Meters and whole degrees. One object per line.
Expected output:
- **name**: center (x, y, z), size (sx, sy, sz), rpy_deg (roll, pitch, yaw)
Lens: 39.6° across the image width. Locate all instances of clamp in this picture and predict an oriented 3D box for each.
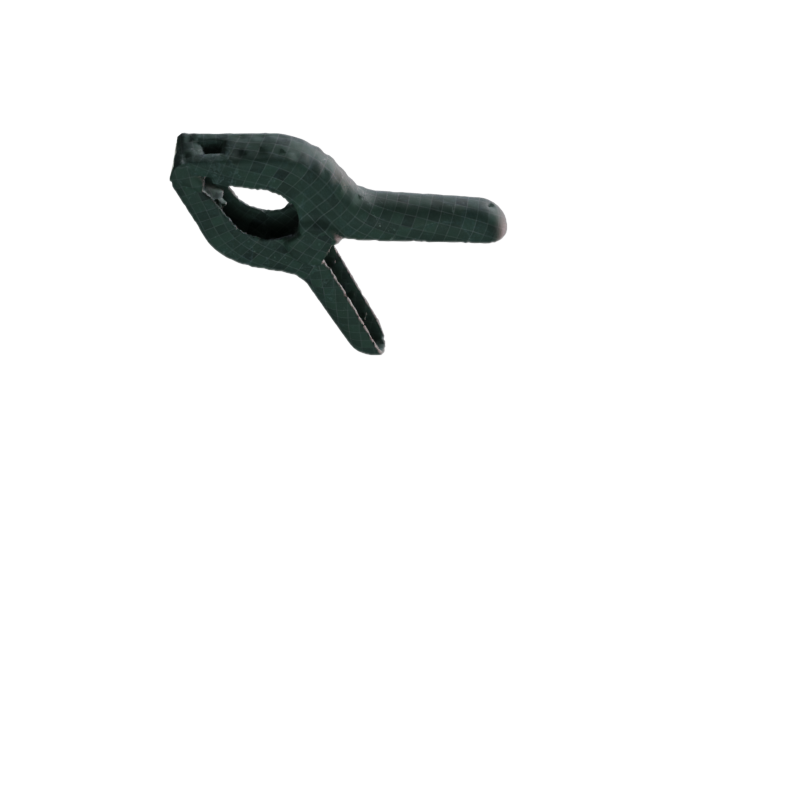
- **clamp**: center (-0.045, -0.082, 0.577), size (0.166, 0.116, 0.042), rpy_deg (20, 35, -15)
